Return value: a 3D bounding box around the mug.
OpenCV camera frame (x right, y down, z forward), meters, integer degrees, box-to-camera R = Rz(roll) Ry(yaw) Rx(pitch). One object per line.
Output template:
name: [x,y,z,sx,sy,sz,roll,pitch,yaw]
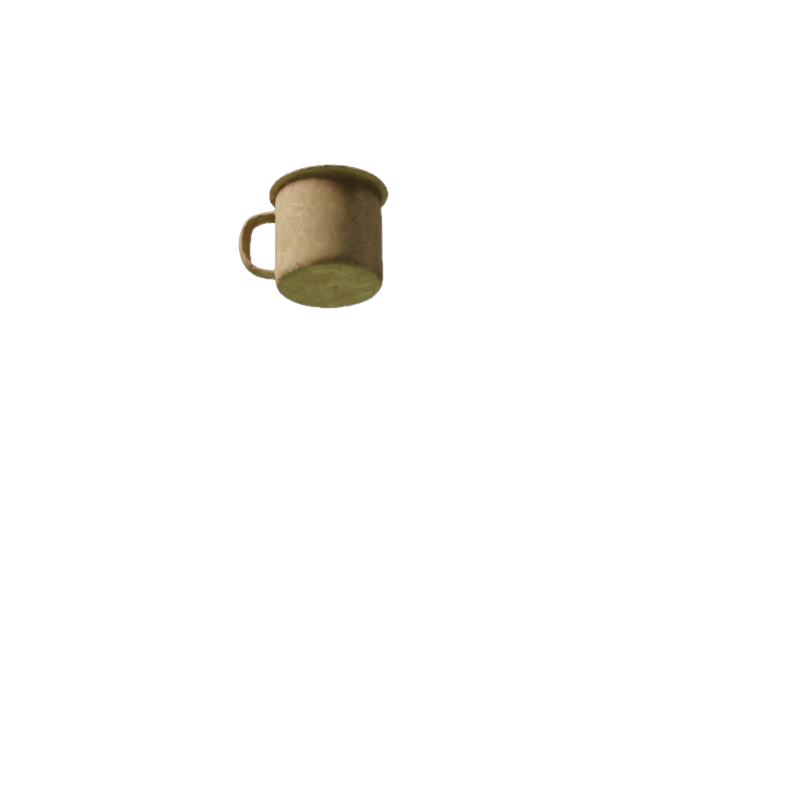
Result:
mug: [-0.066,-0.121,0.847,0.118,0.086,0.088,-3,-23,6]
